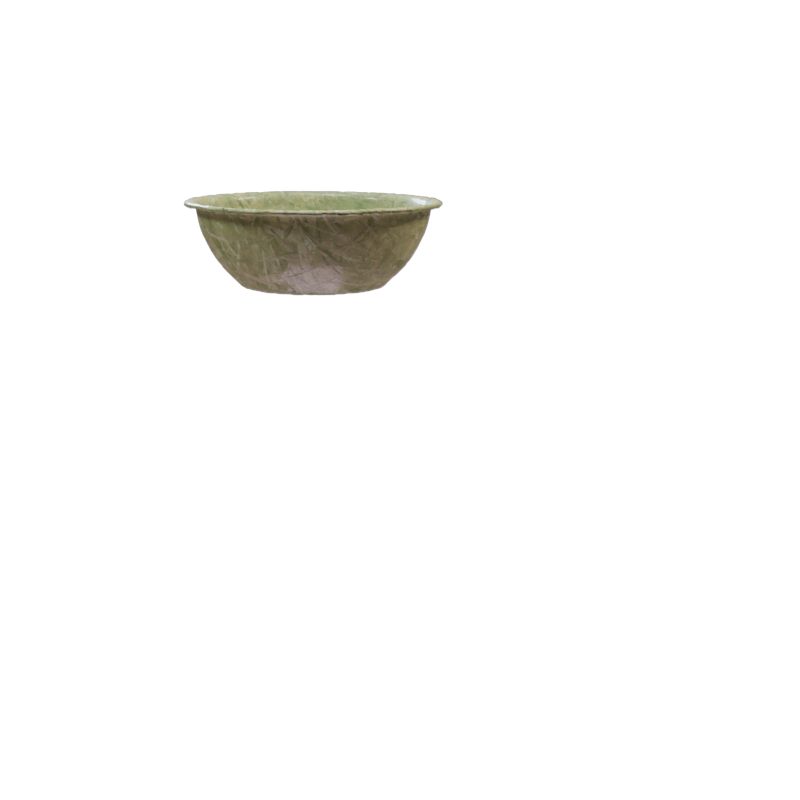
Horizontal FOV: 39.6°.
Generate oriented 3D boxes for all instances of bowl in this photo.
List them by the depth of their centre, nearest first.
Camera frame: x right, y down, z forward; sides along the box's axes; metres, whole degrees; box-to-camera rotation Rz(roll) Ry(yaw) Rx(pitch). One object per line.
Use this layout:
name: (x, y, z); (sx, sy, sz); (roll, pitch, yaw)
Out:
bowl: (-0.055, -0.100, 0.698); (0.162, 0.054, 0.166); (0, 13, -2)
